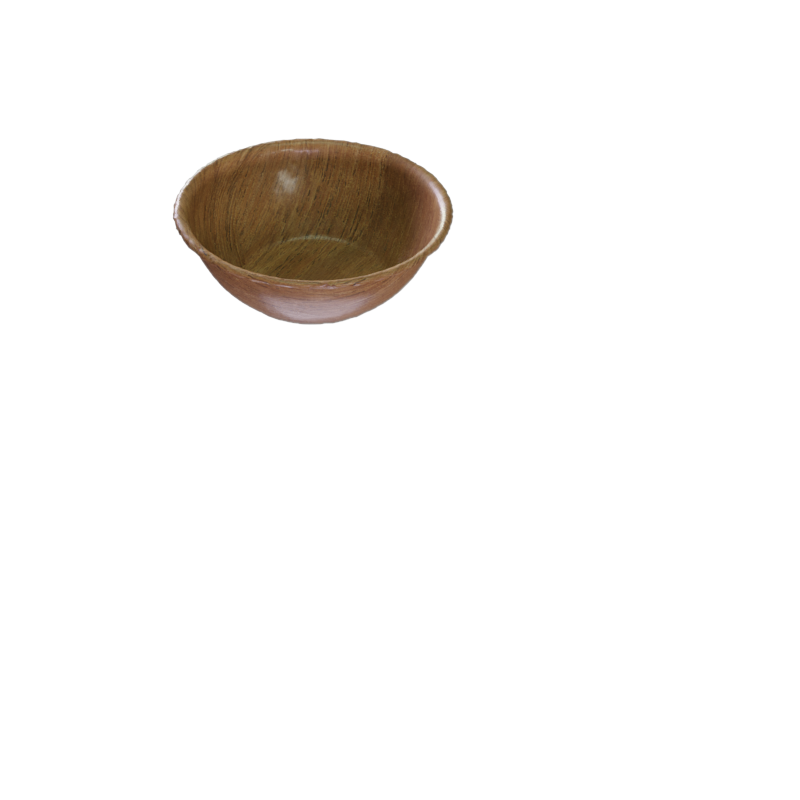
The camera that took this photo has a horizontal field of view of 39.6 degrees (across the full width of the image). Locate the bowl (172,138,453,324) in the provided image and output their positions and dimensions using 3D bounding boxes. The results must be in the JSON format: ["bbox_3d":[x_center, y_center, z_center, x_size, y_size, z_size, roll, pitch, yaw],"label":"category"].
[{"bbox_3d":[-0.051,-0.094,0.655,0.162,0.051,0.174,-1,38,-2],"label":"bowl"}]
